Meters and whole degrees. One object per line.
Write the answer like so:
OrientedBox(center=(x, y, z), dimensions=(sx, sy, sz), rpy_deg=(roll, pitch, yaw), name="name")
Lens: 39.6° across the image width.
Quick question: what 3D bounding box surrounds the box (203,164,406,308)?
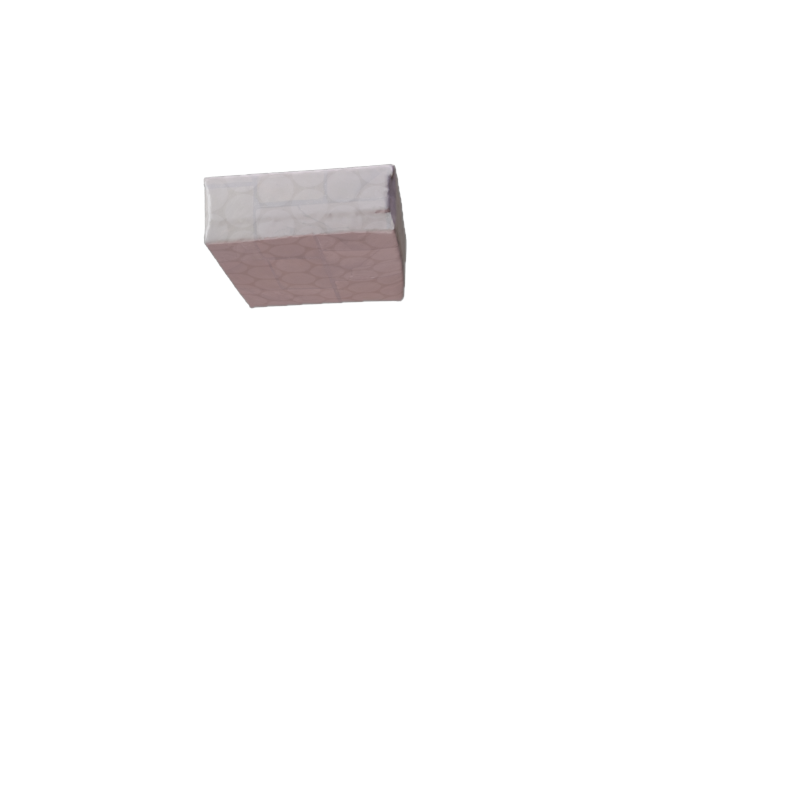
OrientedBox(center=(-0.043, -0.079, 0.555), dimensions=(0.090, 0.041, 0.108), rpy_deg=(-1, -15, 5), name="box")
